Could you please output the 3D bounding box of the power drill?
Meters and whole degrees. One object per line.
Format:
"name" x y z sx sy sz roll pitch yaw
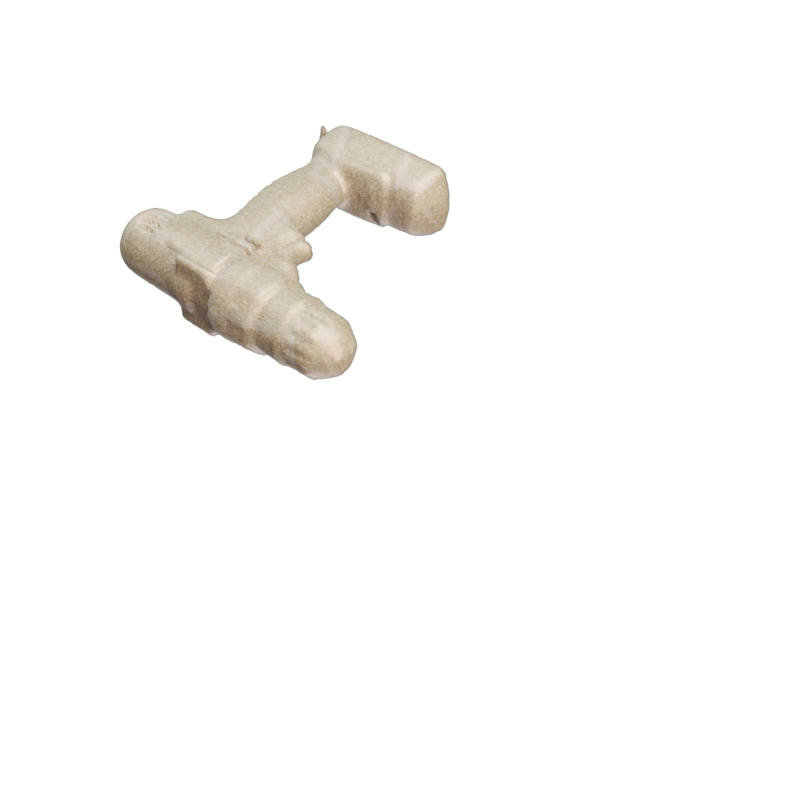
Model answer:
"power drill" -0.055 -0.100 0.697 0.196 0.054 0.189 31 49 31
